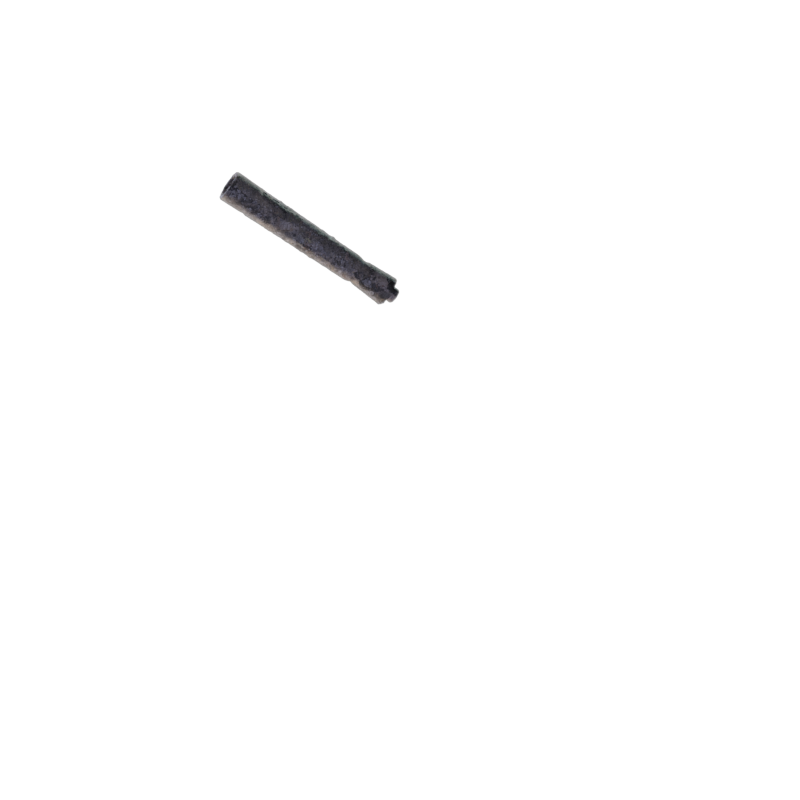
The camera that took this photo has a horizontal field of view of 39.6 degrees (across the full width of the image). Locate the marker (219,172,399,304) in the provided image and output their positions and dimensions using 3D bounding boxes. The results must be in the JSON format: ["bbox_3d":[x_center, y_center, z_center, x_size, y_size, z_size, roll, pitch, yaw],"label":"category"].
[{"bbox_3d":[-0.051,-0.093,0.649,0.117,0.020,0.020,33,-7,-14],"label":"marker"}]
